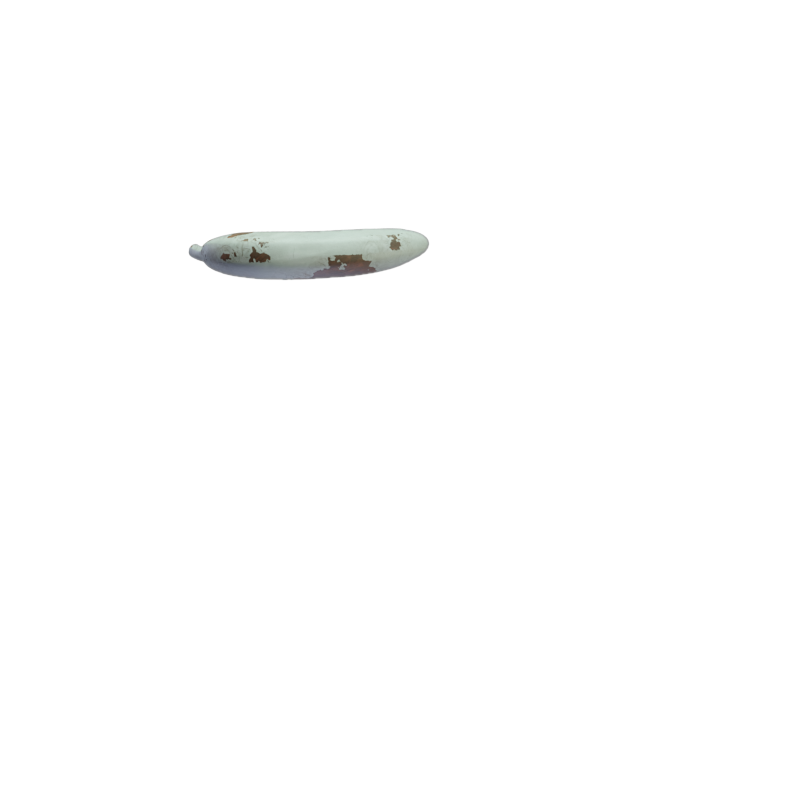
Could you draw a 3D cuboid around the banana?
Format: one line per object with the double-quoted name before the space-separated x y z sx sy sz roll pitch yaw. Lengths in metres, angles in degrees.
"banana" -0.073 -0.120 0.885 0.197 0.035 0.073 0 25 -1
